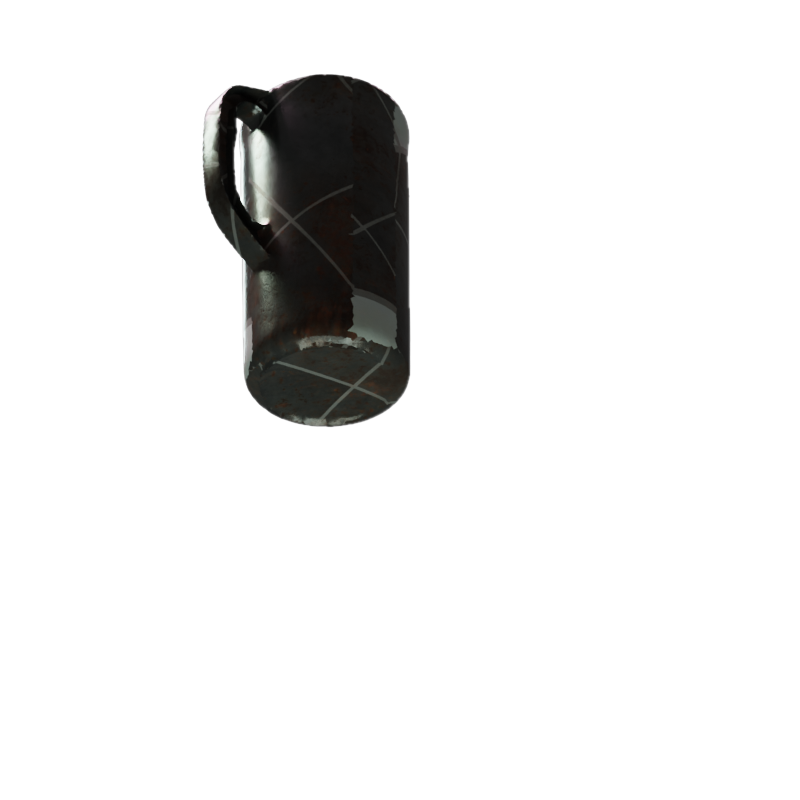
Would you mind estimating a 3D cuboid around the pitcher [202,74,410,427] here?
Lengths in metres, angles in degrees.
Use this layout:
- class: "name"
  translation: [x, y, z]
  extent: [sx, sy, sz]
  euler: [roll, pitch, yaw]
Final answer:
- class: "pitcher"
  translation: [-0.062, -0.112, 0.786]
  extent: [0.149, 0.261, 0.135]
  euler: [-3, -39, 0]
